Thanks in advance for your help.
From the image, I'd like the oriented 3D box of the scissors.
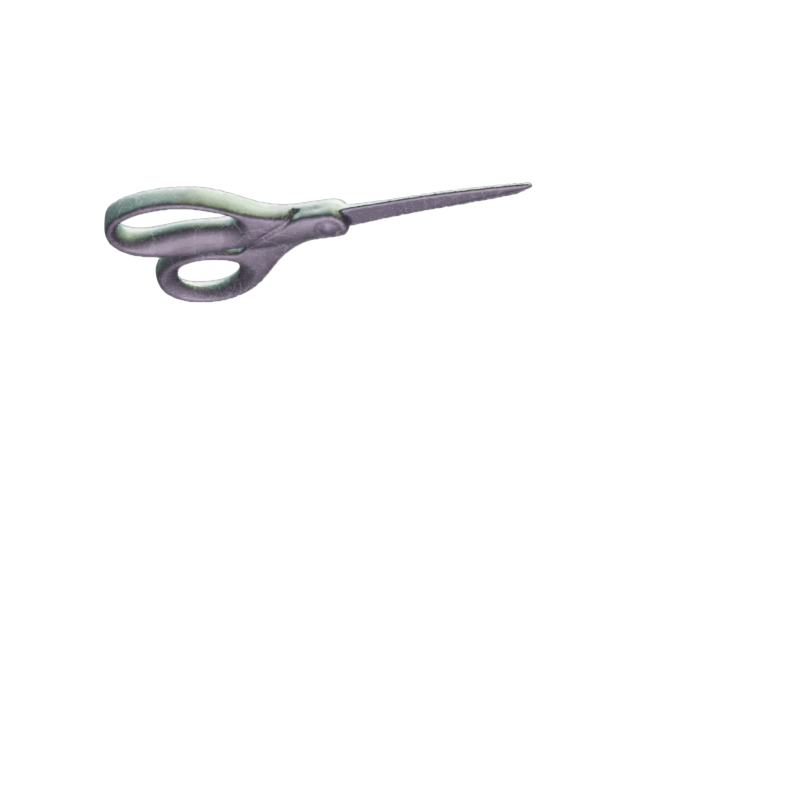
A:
[{"bbox_3d":[-0.043,-0.078,0.547,0.201,0.017,0.090,0,-28,-1],"label":"scissors"}]
